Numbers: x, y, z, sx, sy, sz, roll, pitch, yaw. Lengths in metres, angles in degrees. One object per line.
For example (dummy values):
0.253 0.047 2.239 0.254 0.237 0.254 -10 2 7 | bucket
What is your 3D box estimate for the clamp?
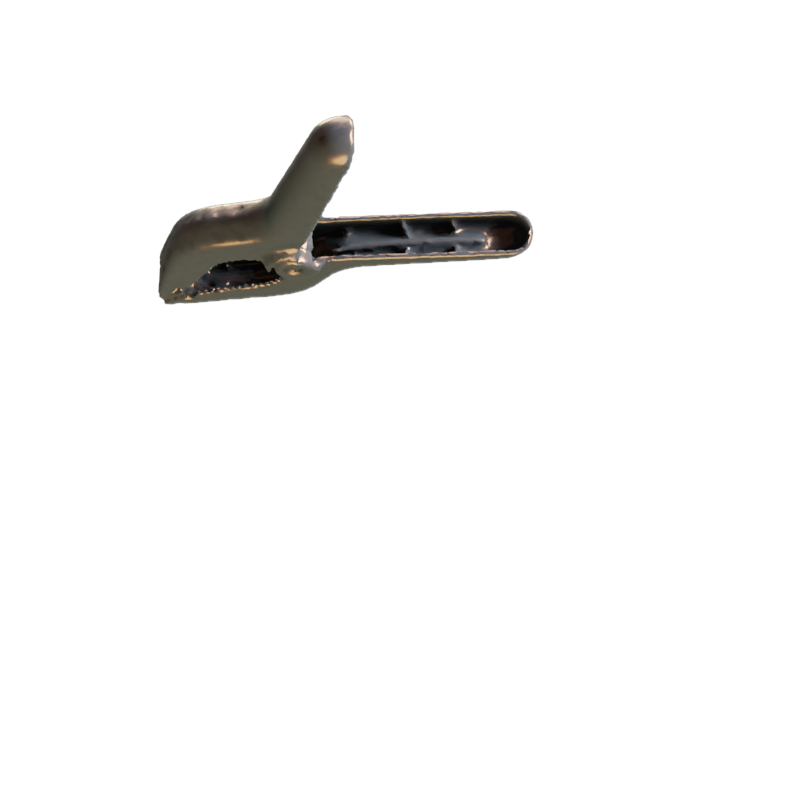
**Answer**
-0.047 -0.085 0.595 0.213 0.038 0.155 -14 -21 43 | clamp
